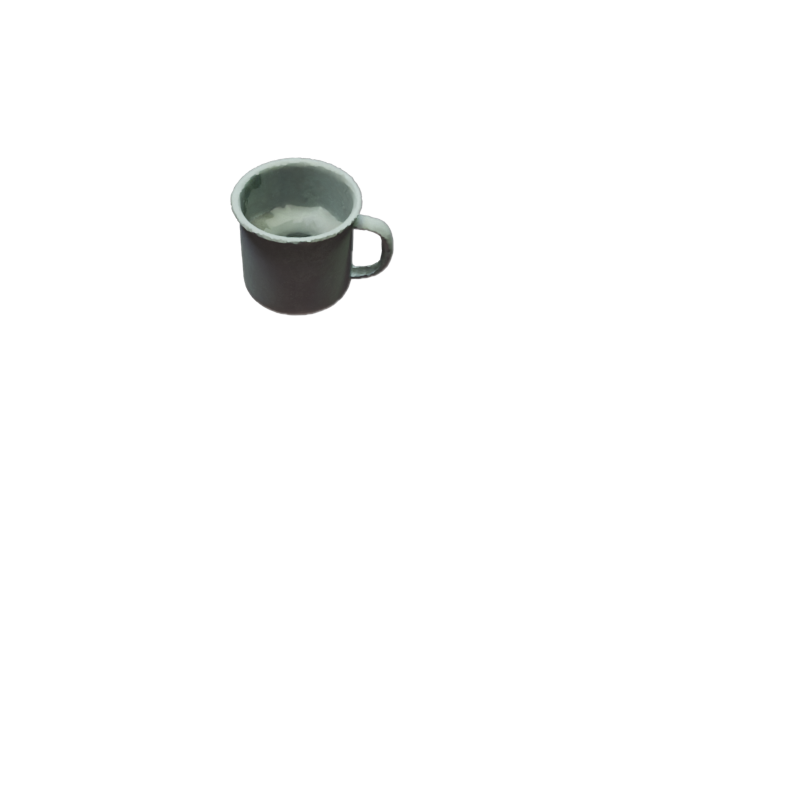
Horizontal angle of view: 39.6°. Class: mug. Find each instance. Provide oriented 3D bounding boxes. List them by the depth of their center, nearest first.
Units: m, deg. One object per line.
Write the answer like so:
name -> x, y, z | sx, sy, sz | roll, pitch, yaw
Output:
mug -> -0.063, -0.115, 0.805 | 0.118, 0.099, 0.076 | 5, -44, 4
